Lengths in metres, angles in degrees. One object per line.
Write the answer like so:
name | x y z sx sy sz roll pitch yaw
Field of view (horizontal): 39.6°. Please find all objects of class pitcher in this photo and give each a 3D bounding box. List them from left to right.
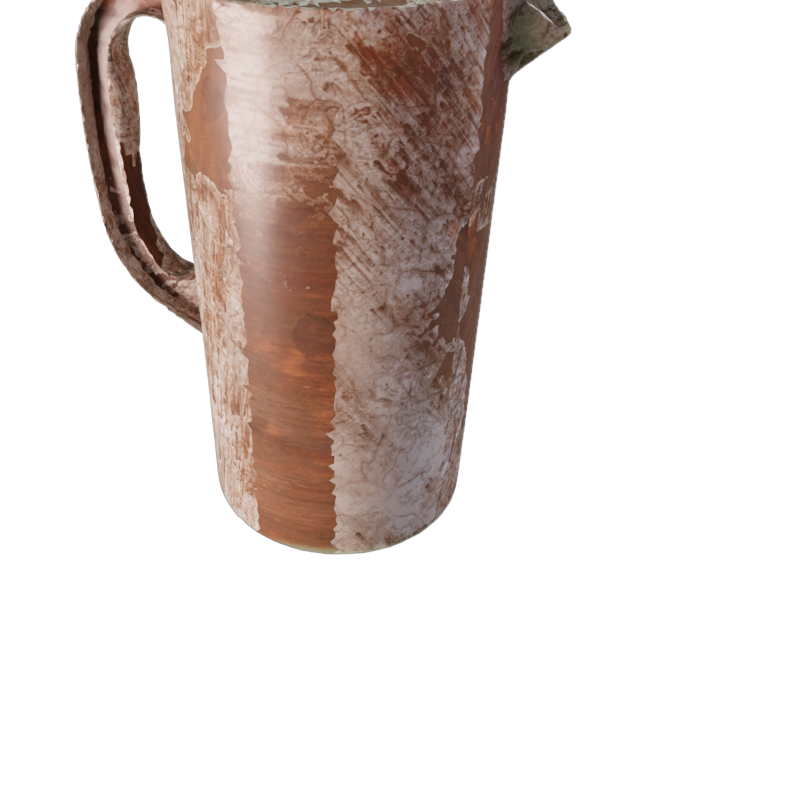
pitcher | -0.035 -0.065 0.453 0.143 0.229 0.160 -16 34 -29
